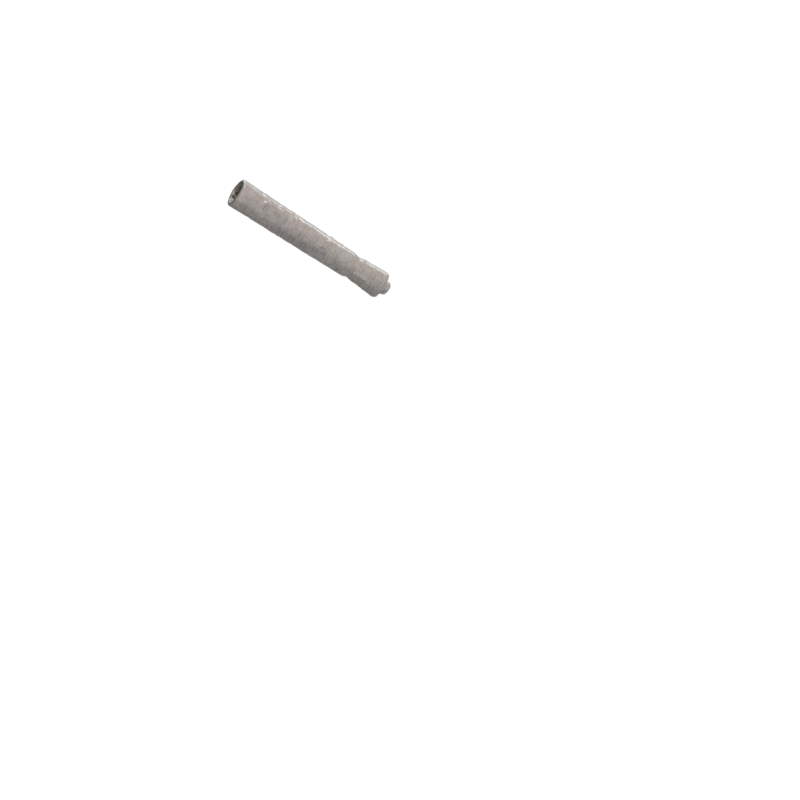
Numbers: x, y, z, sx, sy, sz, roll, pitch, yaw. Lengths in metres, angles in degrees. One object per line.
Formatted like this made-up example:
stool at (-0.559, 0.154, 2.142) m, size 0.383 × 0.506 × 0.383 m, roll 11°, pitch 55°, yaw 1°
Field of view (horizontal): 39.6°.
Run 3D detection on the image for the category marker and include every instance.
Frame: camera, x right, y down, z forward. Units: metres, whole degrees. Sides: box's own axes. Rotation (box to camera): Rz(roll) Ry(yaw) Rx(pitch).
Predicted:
marker at (-0.055, -0.100, 0.702) m, size 0.115 × 0.020 × 0.020 m, roll 31°, pitch -9°, yaw -21°
